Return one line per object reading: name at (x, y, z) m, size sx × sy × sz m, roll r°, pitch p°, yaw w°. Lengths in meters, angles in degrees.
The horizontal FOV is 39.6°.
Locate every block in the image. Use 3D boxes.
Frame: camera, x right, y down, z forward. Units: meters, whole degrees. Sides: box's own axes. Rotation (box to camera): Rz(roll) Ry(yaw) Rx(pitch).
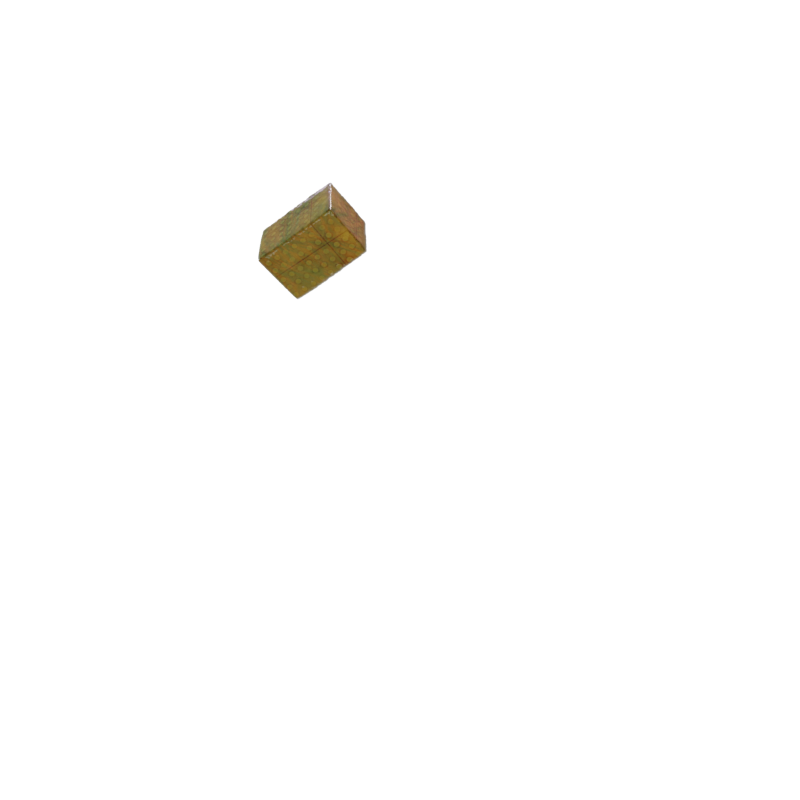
block at (-0.074, -0.134, 0.941) m, size 0.078 × 0.050 × 0.055 m, roll -33°, pitch 28°, yaw 17°
